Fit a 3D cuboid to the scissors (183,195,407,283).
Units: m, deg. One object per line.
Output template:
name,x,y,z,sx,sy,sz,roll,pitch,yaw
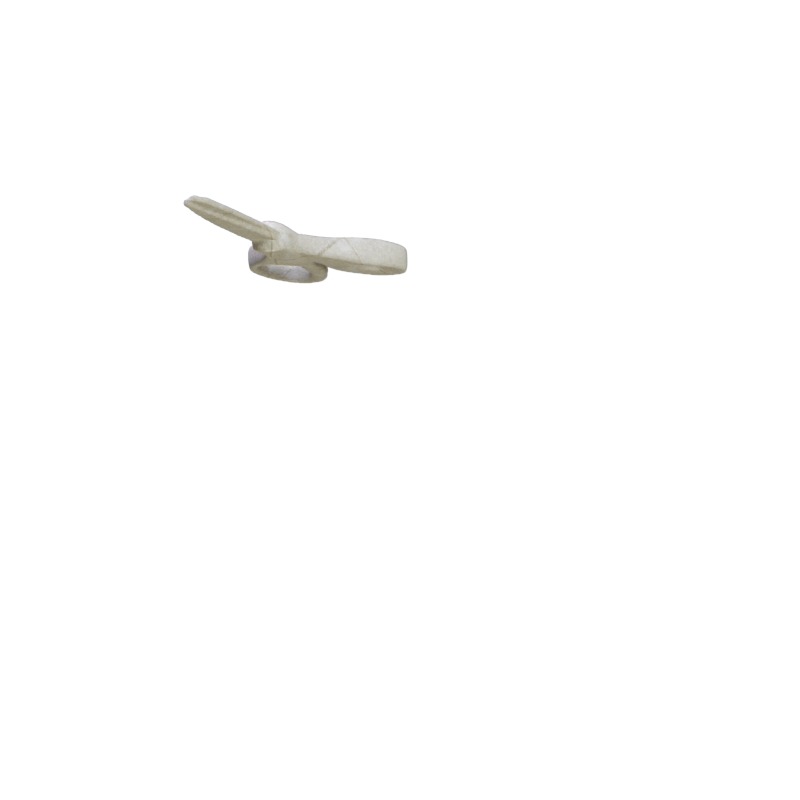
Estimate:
scissors,-0.043,-0.078,0.547,0.096,0.016,0.199,0,-2,-1
